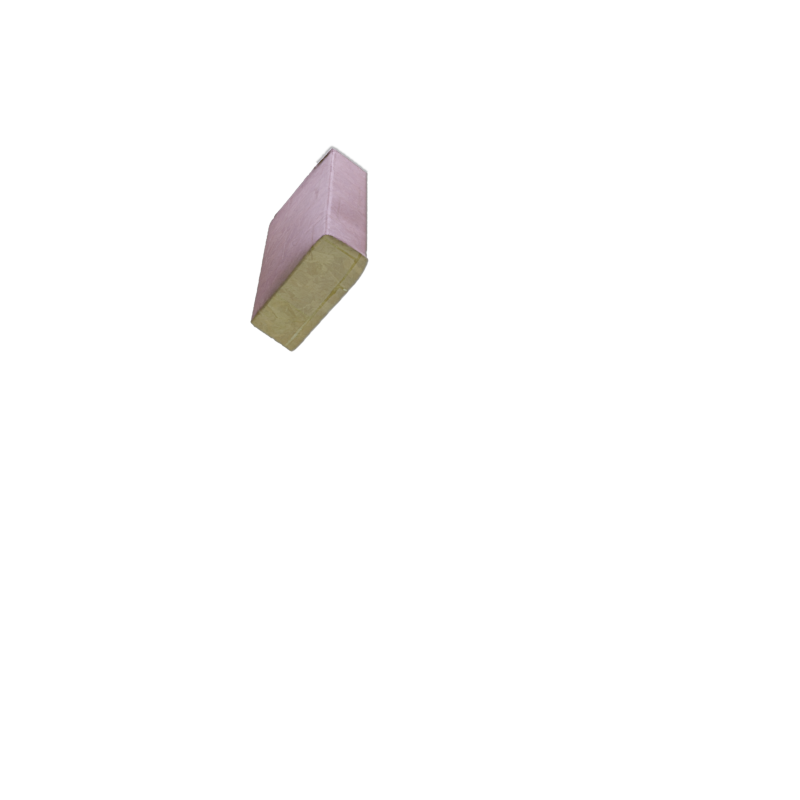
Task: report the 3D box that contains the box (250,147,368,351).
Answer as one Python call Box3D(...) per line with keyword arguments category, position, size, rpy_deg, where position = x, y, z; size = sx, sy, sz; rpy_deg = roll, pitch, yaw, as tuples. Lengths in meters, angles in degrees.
Box3D(category="box", position=(-0.068, -0.123, 0.858), size=(0.046, 0.092, 0.187), rpy_deg=(34, 23, -22))
